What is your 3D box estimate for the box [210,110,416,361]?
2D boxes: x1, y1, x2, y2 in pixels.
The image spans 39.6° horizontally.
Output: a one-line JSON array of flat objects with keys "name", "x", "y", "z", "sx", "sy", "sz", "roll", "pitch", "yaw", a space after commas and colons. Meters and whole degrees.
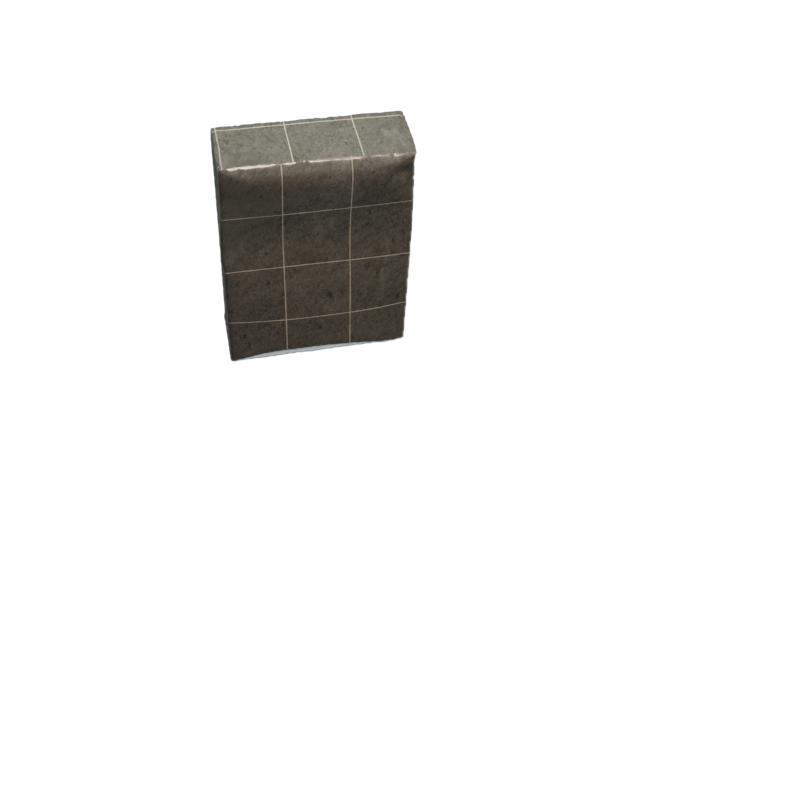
[{"name": "box", "x": -0.075, "y": -0.137, "z": 0.962, "sx": 0.163, "sy": 0.199, "sz": 0.078, "roll": -6, "pitch": 44, "yaw": -9}]
